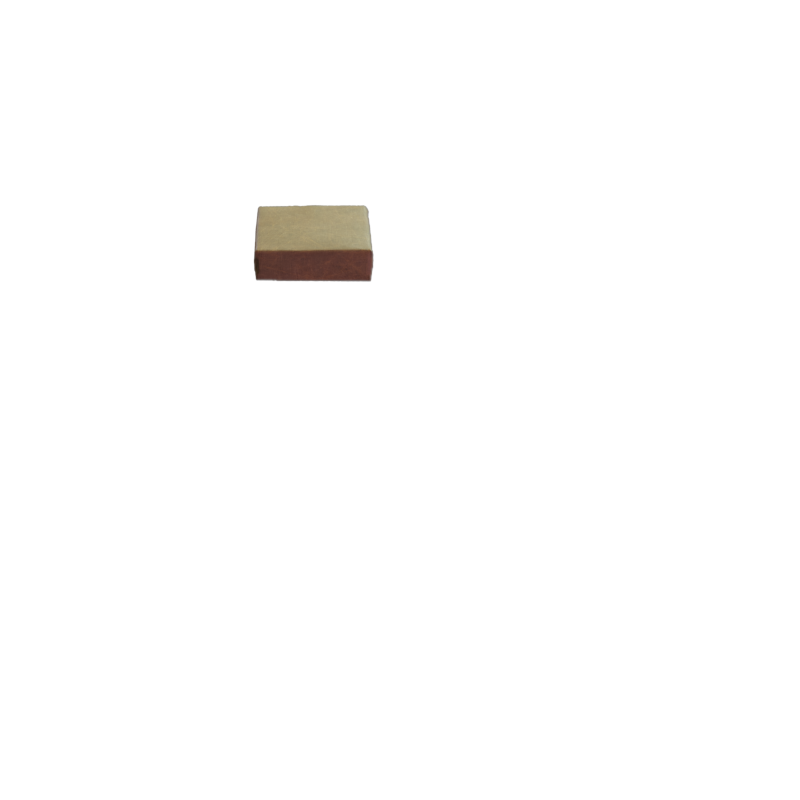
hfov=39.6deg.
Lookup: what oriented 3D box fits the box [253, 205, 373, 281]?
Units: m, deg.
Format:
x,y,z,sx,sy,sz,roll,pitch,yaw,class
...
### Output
x,y,z,sx,sy,sz,roll,pitch,yaw,class
-0.066,-0.121,0.851,0.089,0.028,0.078,-1,35,-2,box
